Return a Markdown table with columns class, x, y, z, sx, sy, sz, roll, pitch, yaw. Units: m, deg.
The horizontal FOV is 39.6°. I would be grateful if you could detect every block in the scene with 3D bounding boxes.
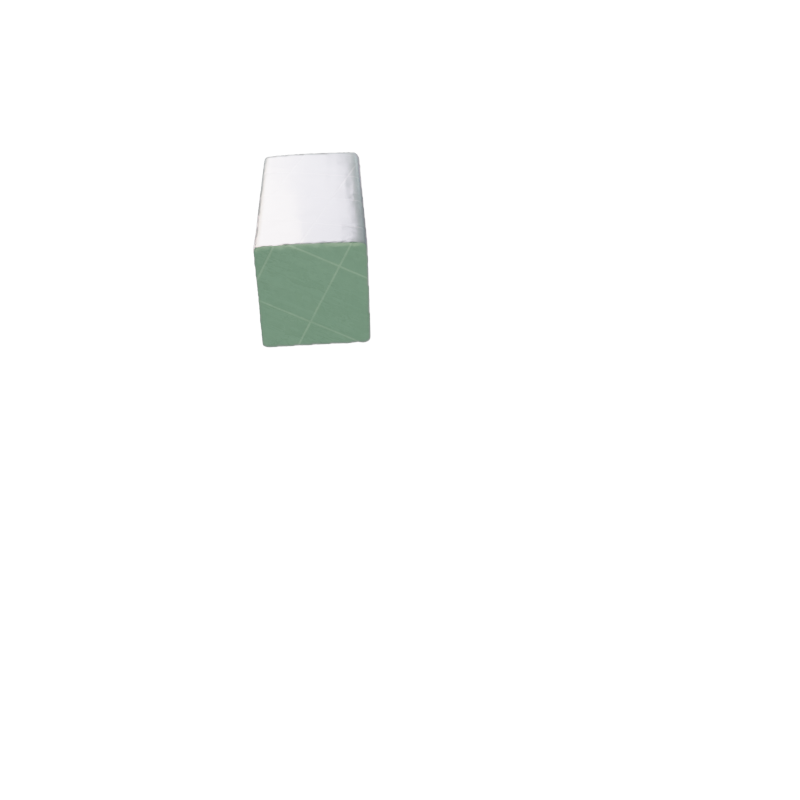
| class | x | y | z | sx | sy | sz | roll | pitch | yaw |
| --- | --- | --- | --- | --- | --- | --- | --- | --- | --- |
| block | -0.075 | -0.138 | 0.964 | 0.090 | 0.085 | 0.219 | -3 | 30 | -2 |
